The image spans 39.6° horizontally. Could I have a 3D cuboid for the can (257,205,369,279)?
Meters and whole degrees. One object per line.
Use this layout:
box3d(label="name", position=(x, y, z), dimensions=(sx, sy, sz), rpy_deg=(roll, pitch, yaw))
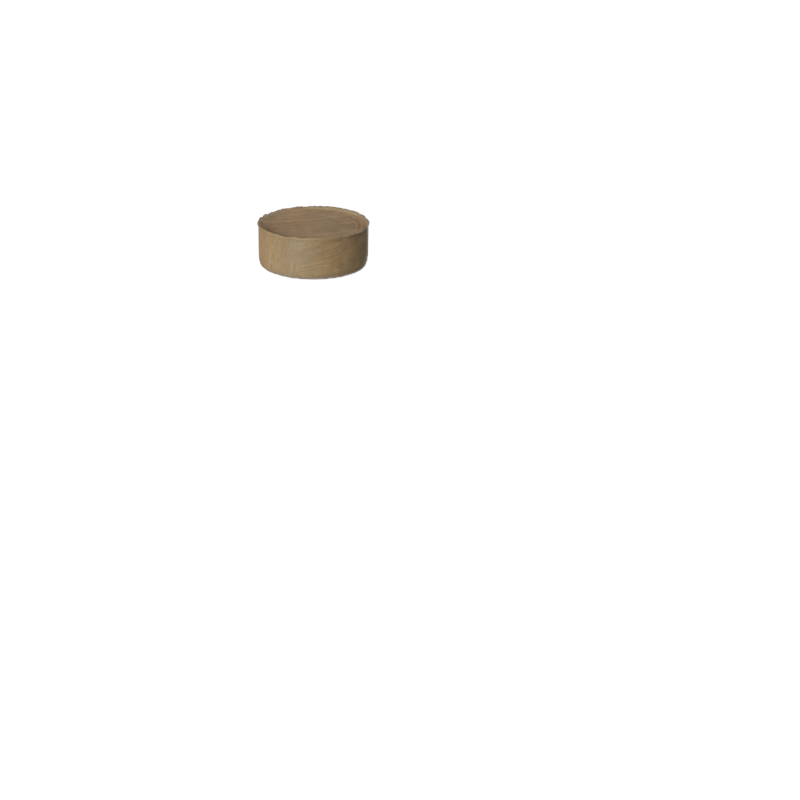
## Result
box3d(label="can", position=(-0.067, -0.122, 0.853), dimensions=(0.086, 0.032, 0.090), rpy_deg=(-1, 24, -2))
